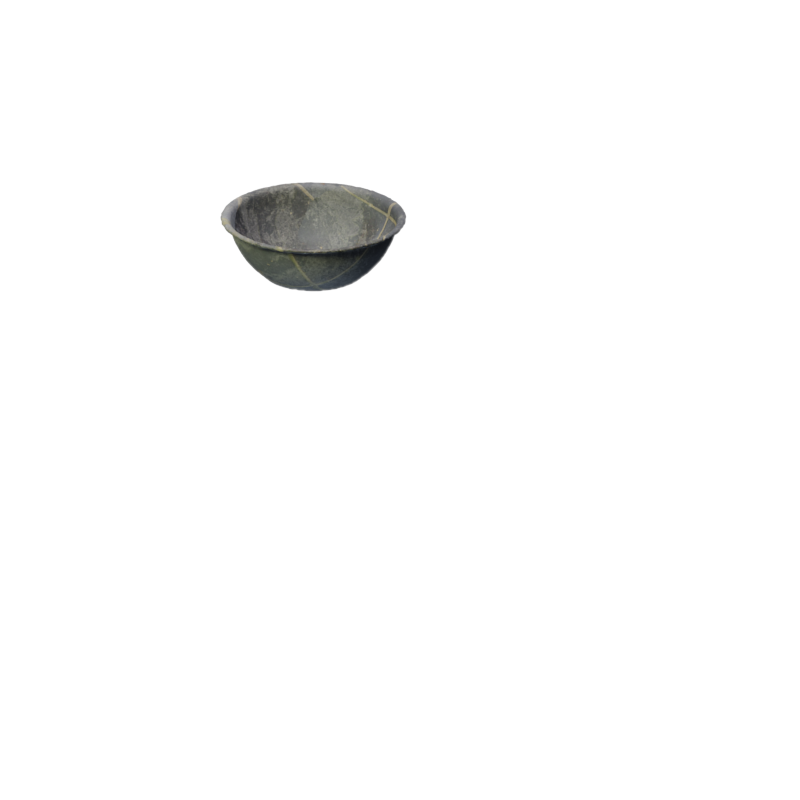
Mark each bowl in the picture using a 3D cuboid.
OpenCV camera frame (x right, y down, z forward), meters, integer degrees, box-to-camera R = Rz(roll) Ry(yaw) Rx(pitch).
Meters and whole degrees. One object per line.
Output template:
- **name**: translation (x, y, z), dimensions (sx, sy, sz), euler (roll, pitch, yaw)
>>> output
- **bowl**: translation (-0.076, -0.139, 0.976), dimensions (0.162, 0.052, 0.172), euler (-1, 29, -2)
